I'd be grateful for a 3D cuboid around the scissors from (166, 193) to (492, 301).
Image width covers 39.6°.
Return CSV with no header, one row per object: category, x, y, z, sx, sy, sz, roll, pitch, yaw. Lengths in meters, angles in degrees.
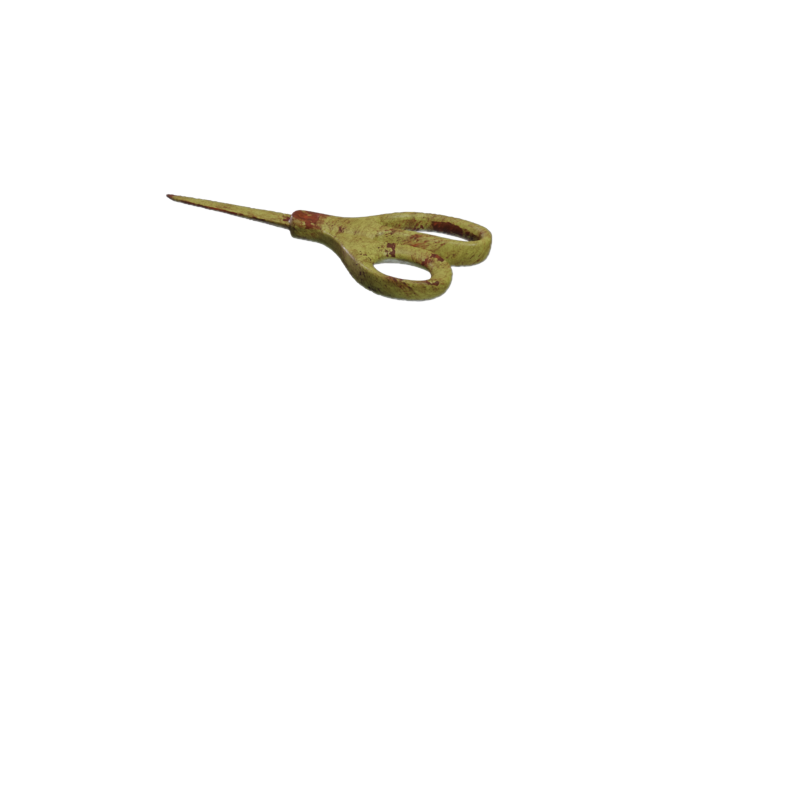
scissors,-0.050,-0.091,0.636,0.204,0.015,0.101,5,33,8
